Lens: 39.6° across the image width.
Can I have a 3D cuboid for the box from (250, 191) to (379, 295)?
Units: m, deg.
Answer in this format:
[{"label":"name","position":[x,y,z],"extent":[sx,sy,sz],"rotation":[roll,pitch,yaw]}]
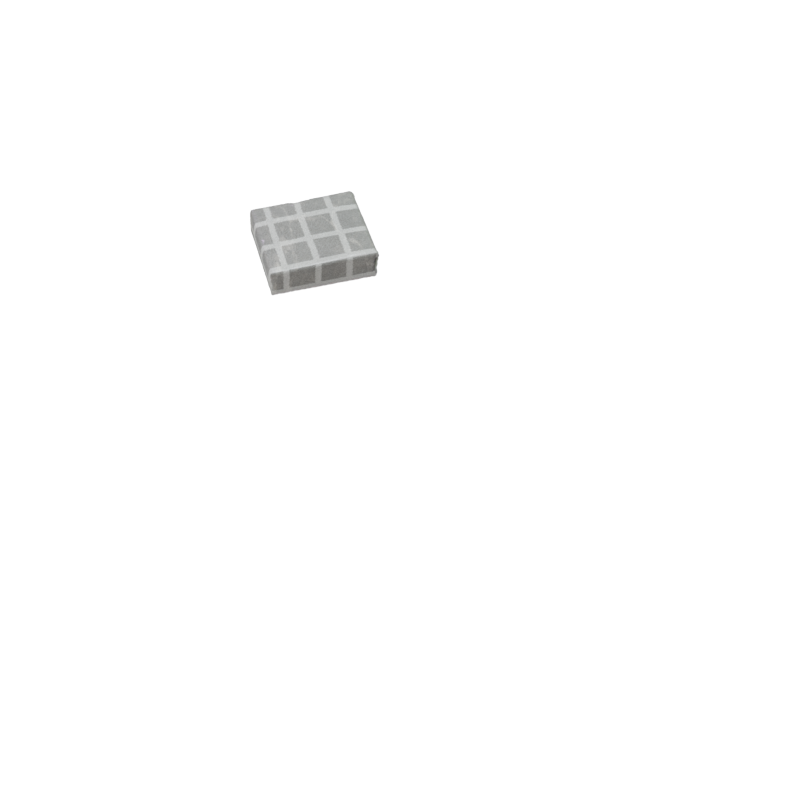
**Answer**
[{"label":"box","position":[-0.069,-0.127,0.890],"extent":[0.088,0.079,0.028],"rotation":[-12,-39,-11]}]
